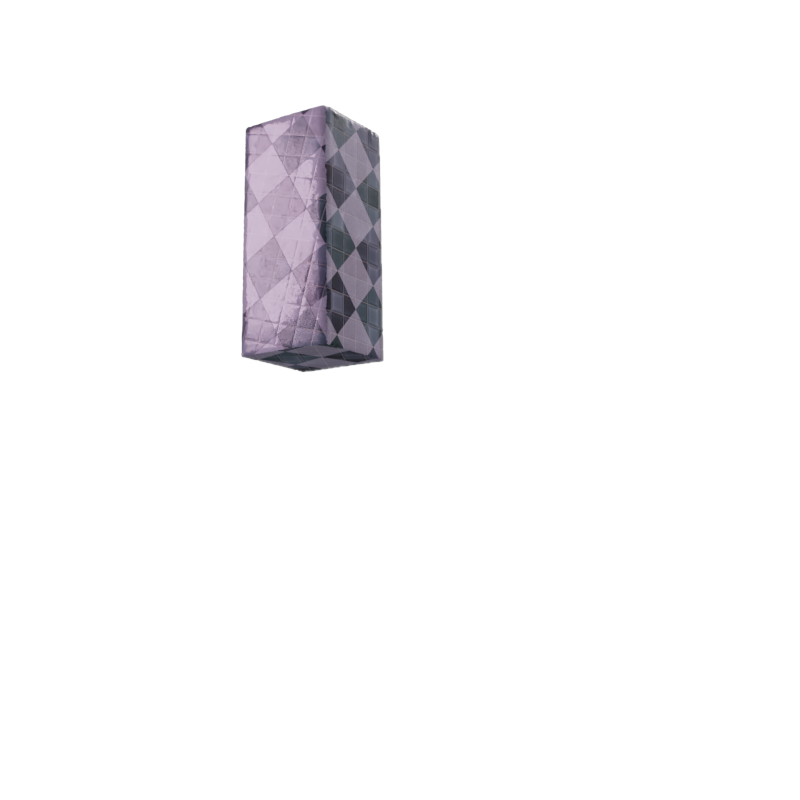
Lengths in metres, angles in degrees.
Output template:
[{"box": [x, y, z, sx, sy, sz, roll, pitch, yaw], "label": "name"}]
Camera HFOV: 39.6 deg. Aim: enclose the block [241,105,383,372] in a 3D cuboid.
[{"box": [-0.075, -0.137, 0.961, 0.092, 0.214, 0.085, -11, -19, 32], "label": "block"}]
